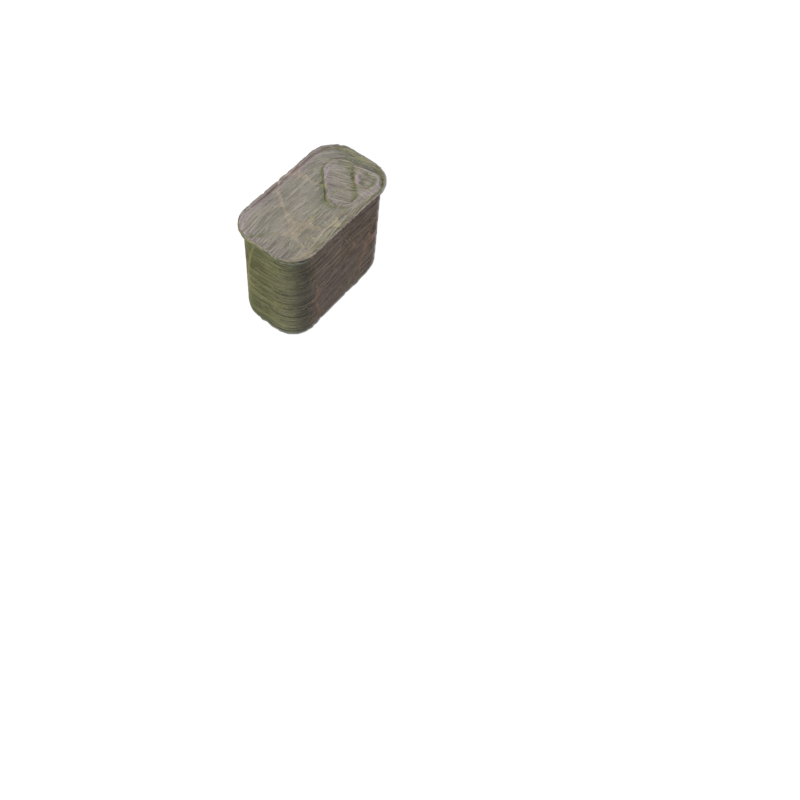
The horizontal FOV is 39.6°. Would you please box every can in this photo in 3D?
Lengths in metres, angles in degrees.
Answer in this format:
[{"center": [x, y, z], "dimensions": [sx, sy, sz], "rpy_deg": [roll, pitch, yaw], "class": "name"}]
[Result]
[{"center": [-0.057, -0.104, 0.728], "dimensions": [0.060, 0.104, 0.078], "rpy_deg": [33, -30, 19], "class": "can"}]
